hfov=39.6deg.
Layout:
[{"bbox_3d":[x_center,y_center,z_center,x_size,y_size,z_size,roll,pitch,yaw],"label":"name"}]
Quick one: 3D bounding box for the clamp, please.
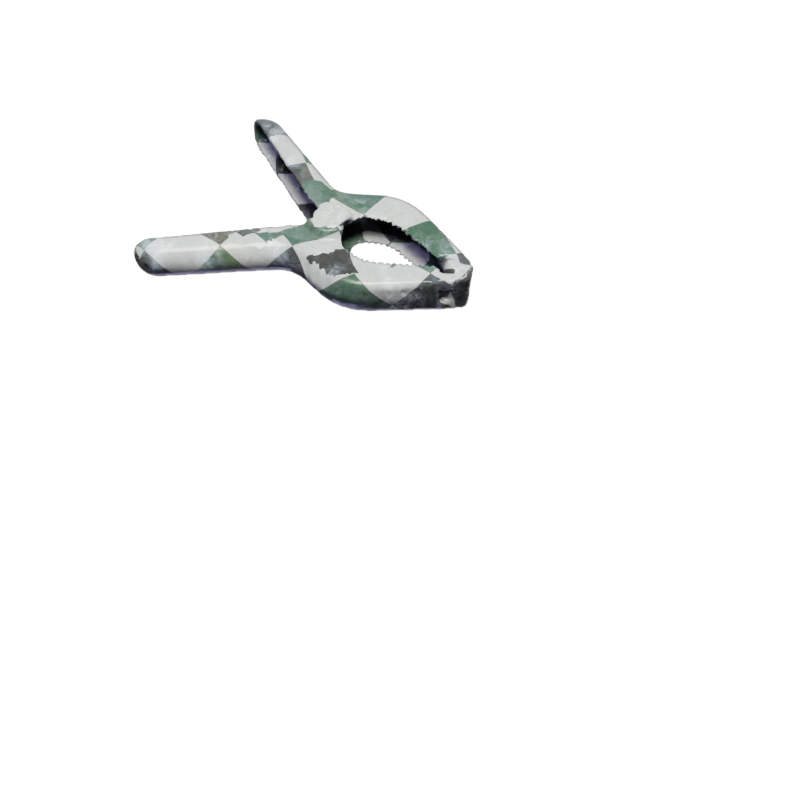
[{"bbox_3d":[-0.057,-0.104,0.727,0.220,0.034,0.168,27,53,22],"label":"clamp"}]
